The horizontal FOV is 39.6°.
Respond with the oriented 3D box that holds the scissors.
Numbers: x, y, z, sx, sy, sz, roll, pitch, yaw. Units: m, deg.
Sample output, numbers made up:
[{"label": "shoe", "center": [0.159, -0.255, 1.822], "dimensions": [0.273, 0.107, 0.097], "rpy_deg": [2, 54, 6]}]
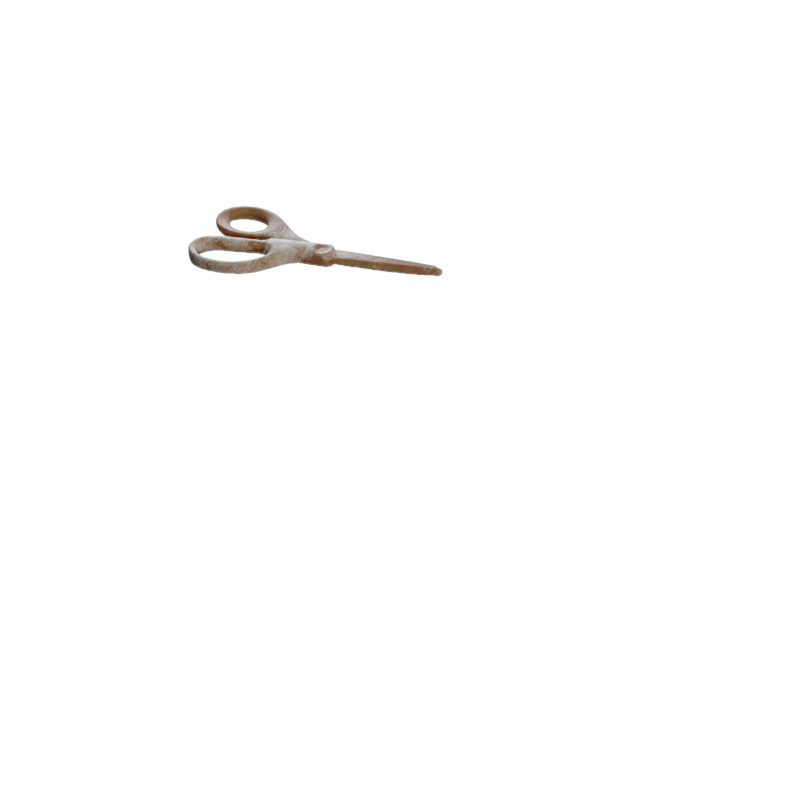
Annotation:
[{"label": "scissors", "center": [-0.071, -0.130, 0.908], "dimensions": [0.201, 0.015, 0.103], "rpy_deg": [-1, 39, -1]}]
